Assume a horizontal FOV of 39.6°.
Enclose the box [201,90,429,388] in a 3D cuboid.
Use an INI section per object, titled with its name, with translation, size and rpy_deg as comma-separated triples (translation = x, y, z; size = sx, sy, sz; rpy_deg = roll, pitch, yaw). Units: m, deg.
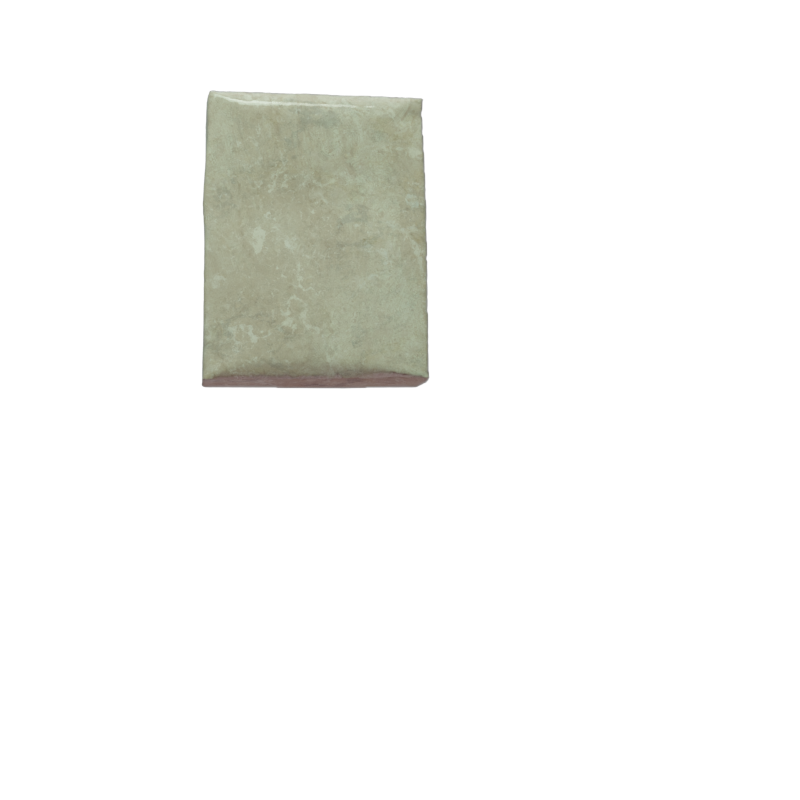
[box]
translation = -0.064, -0.117, 0.821
size = 0.163, 0.219, 0.071
rpy_deg = 0, -10, -7
